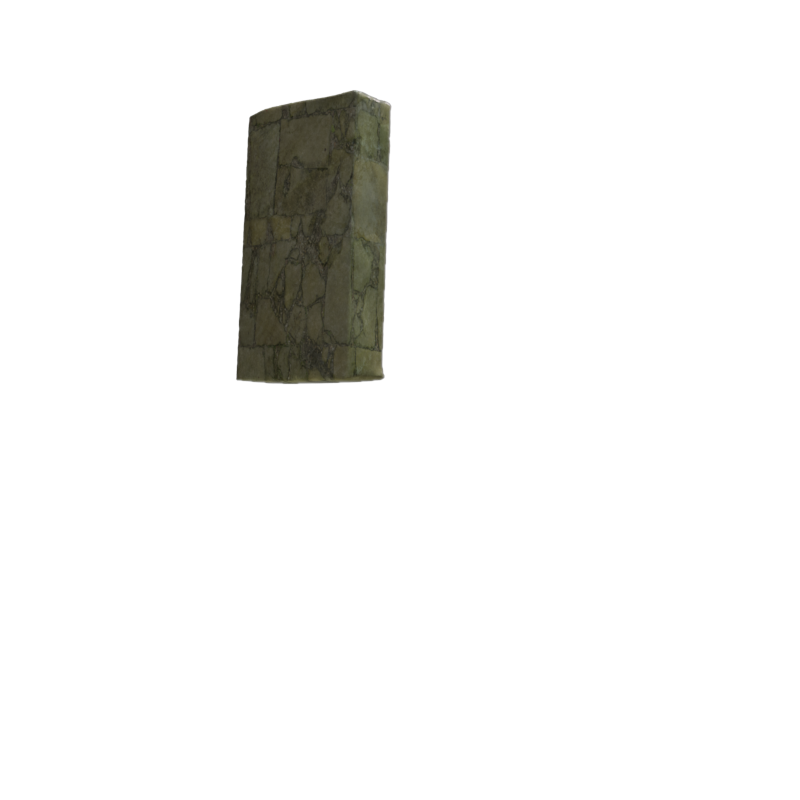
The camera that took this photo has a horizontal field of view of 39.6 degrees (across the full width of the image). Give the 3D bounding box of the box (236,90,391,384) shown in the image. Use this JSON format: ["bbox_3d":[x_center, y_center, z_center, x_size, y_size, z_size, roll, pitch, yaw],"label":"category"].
[{"bbox_3d":[-0.055,-0.099,0.697,0.096,0.180,0.046,-5,-9,38],"label":"box"}]
